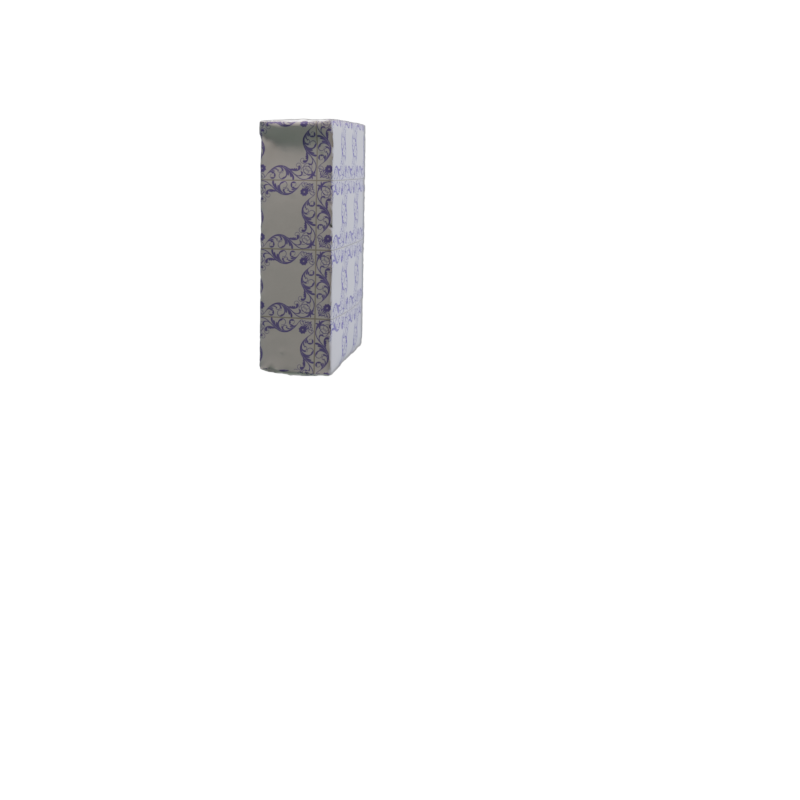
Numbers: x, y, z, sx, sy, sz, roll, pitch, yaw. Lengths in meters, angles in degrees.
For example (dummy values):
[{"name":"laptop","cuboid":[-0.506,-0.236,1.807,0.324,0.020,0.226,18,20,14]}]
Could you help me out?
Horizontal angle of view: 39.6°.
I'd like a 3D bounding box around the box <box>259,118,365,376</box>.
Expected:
[{"name":"box","cuboid":[-0.077,-0.141,0.988,0.073,0.211,0.164,1,7,8]}]
